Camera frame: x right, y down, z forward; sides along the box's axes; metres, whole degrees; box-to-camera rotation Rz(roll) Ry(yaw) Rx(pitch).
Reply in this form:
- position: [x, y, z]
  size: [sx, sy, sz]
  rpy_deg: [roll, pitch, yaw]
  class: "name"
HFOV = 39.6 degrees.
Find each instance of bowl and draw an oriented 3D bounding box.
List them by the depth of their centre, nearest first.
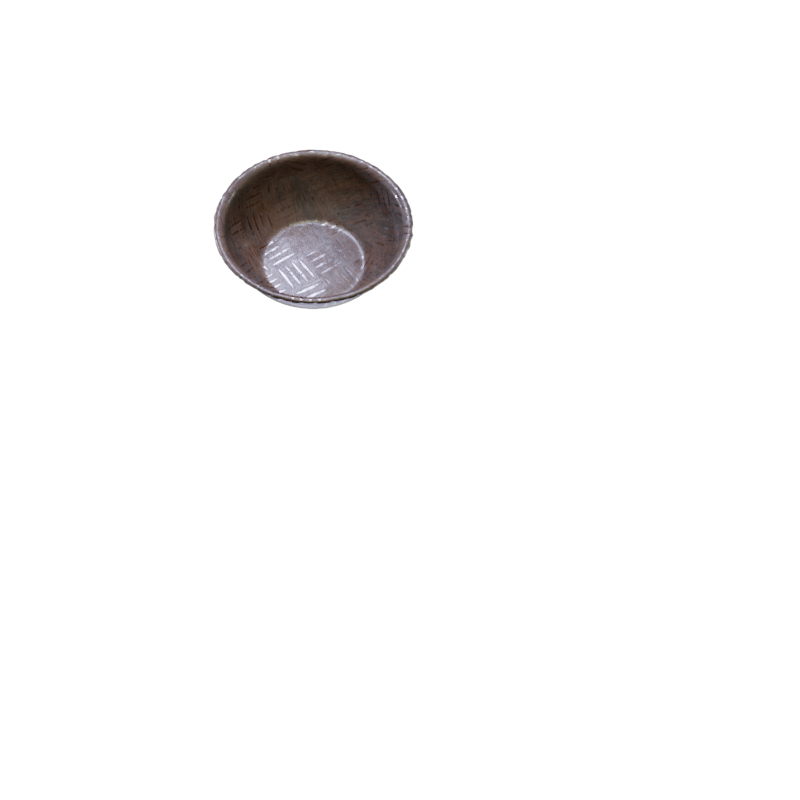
- position: [-0.072, -0.131, 0.917]
  size: [0.162, 0.174, 0.051]
  rpy_deg: [-1, -36, -1]
  class: "bowl"
